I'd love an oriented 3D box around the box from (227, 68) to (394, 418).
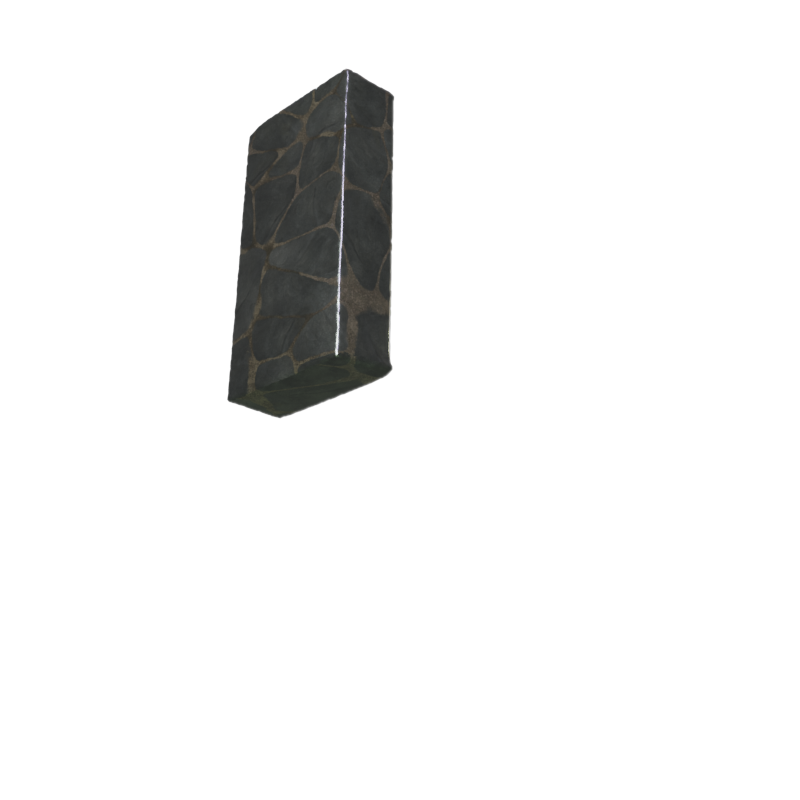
[{"bbox_3d":[-0.049,-0.088,0.618,0.045,0.187,0.094,22,-34,-39],"label":"box"}]
